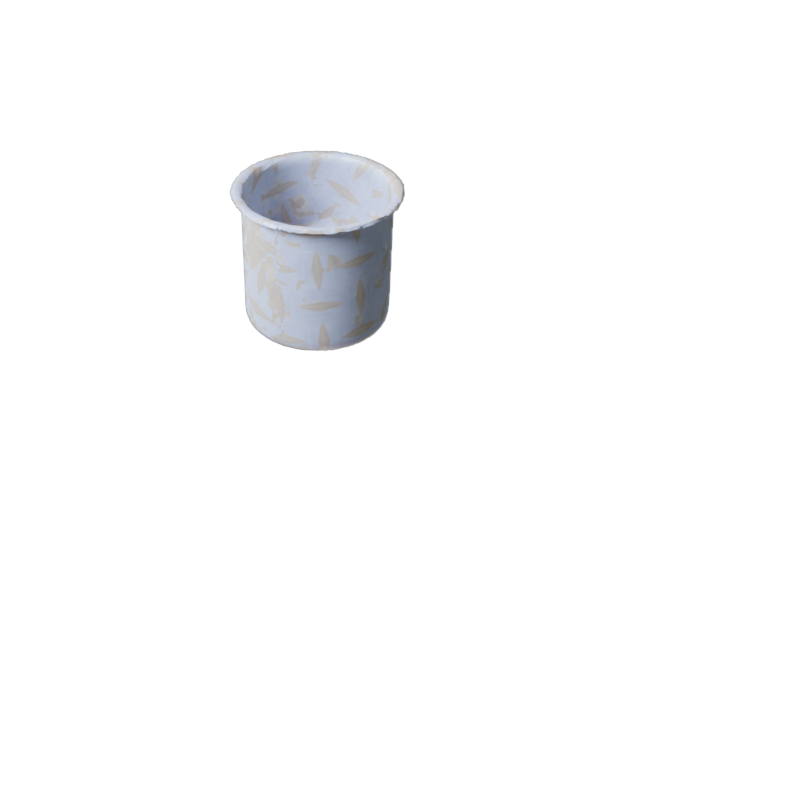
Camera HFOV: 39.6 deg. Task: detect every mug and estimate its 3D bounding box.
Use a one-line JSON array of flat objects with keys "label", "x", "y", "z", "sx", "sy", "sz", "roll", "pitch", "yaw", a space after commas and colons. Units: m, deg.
[{"label": "mug", "x": -0.049, "y": -0.089, "z": 0.621, "sx": 0.092, "sy": 0.076, "sz": 0.126, "roll": -7, "pitch": 36, "yaw": -11}]
